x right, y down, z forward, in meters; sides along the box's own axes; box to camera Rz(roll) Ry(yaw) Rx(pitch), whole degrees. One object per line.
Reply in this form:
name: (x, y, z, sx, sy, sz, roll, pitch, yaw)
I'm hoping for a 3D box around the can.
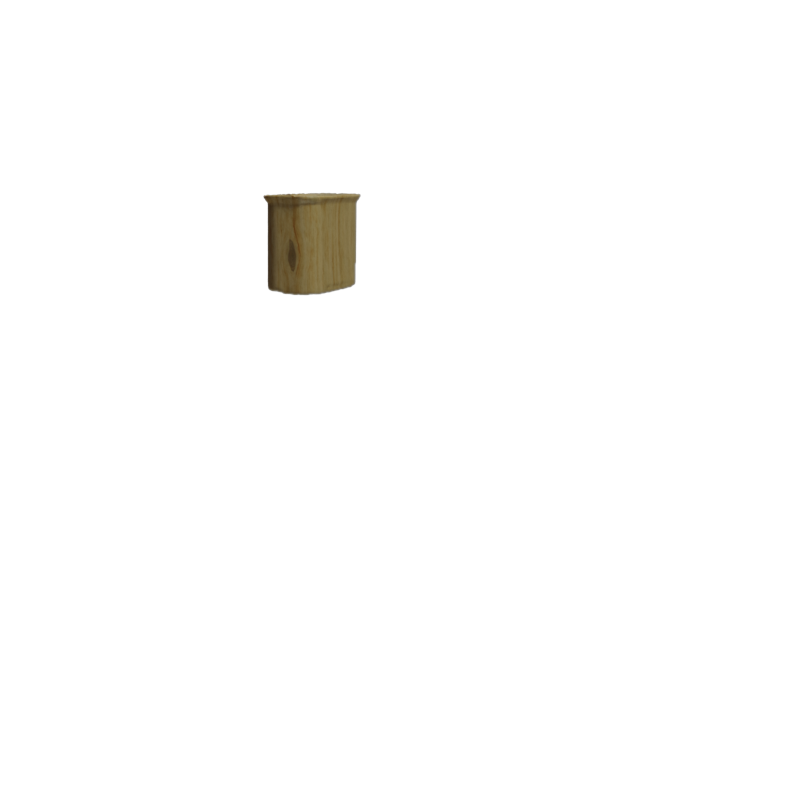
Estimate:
can: (-0.076, -0.139, 0.972, 0.059, 0.083, 0.100, 3, 9, 24)
